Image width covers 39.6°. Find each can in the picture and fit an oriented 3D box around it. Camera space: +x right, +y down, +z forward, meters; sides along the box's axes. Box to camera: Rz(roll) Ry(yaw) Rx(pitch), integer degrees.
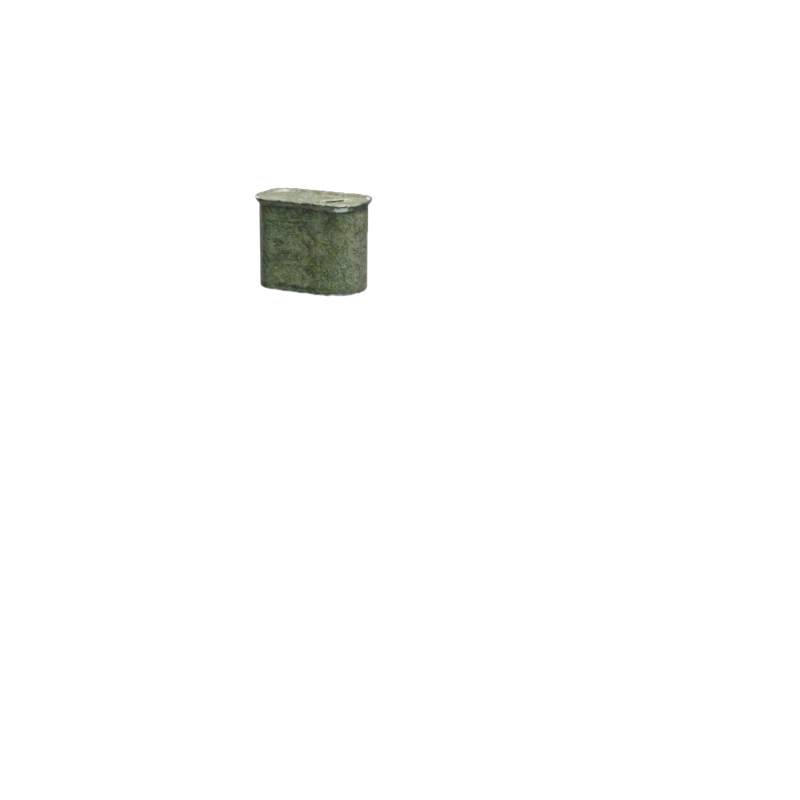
[{"bbox_3d":[-0.077,-0.141,0.989,0.106,0.081,0.057,9,17,24],"label":"can"}]
